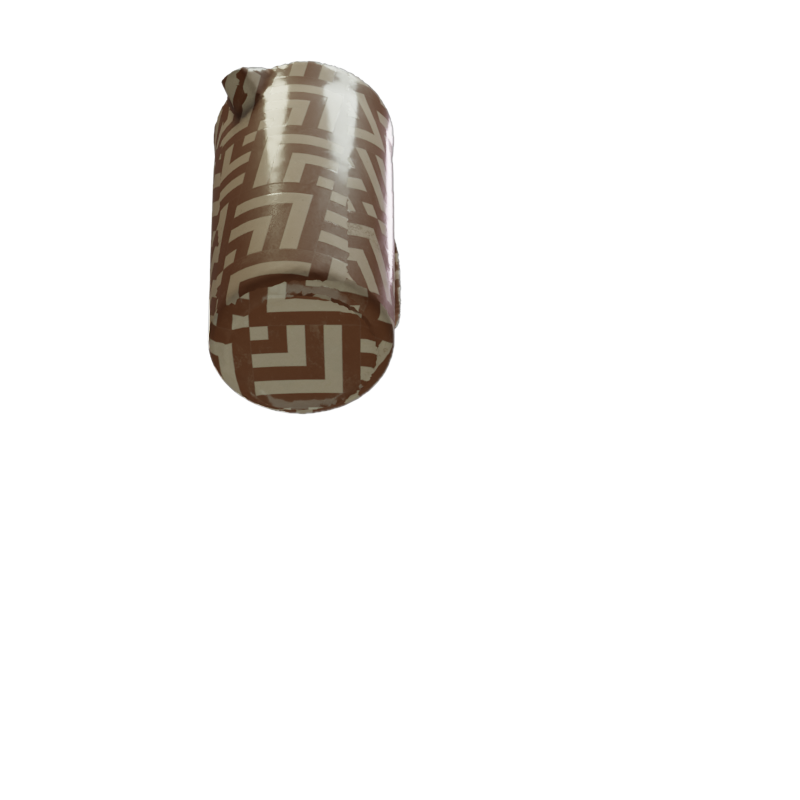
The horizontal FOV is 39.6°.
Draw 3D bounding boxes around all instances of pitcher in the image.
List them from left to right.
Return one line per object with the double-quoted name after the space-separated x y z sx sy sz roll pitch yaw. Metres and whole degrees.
-0.057 -0.104 0.731 0.147 0.137 0.261 6 40 -9 "pitcher"
